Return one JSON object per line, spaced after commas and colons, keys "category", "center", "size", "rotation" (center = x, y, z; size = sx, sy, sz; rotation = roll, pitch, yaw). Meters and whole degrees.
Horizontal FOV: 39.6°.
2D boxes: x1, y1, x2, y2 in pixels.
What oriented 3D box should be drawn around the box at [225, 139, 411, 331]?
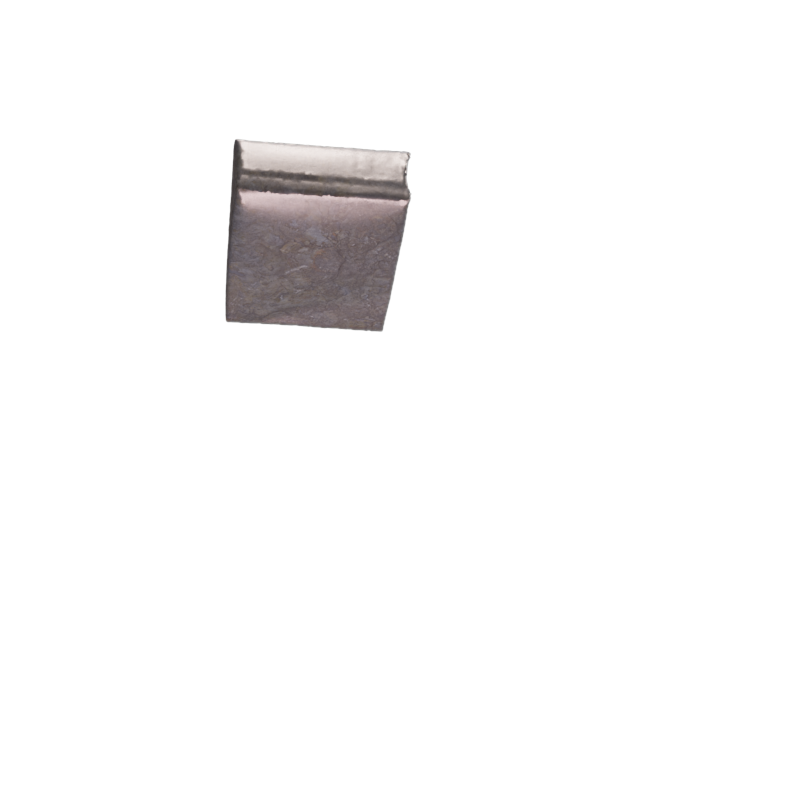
{"category": "box", "center": [-0.046, -0.084, 0.585], "size": [0.089, 0.042, 0.107], "rotation": [4, -35, -6]}
